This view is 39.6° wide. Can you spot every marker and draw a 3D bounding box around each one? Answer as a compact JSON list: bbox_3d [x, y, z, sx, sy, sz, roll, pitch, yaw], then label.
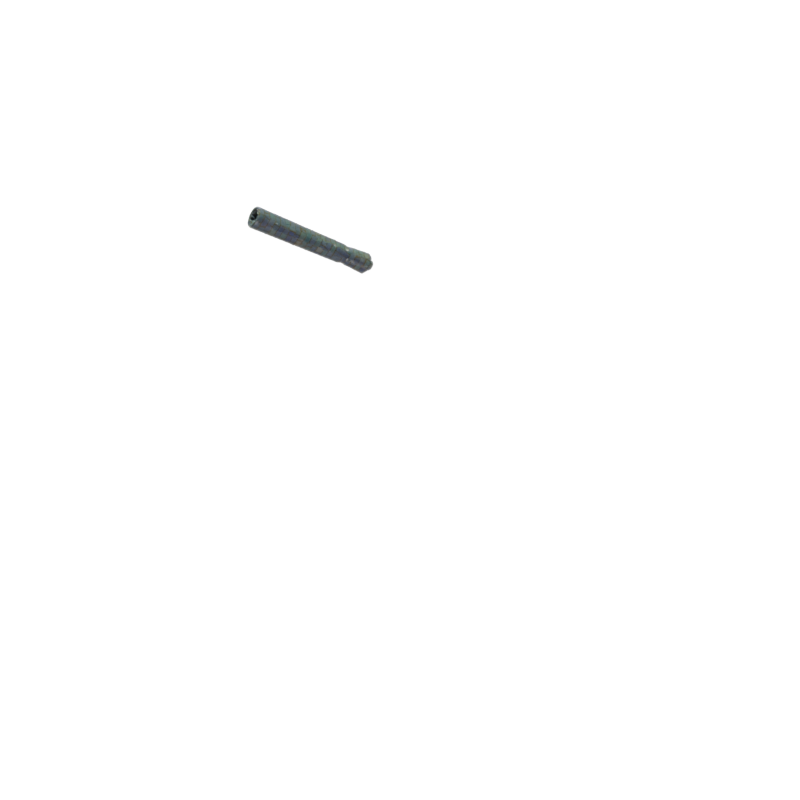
[{"bbox_3d":[-0.074,-0.136,0.951,0.115,0.020,0.020,20,-6,-27],"label":"marker"}]
